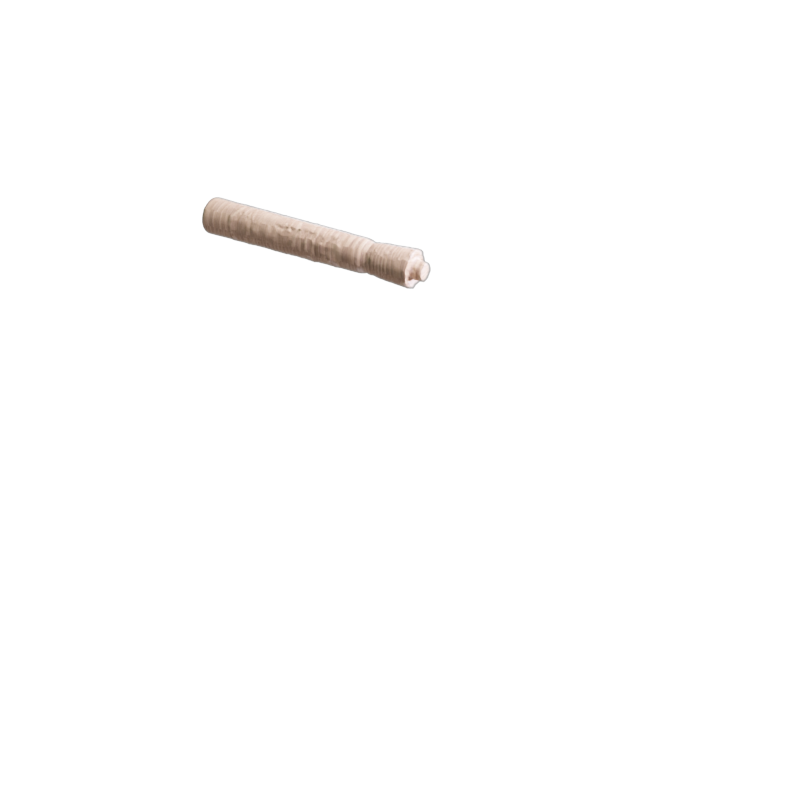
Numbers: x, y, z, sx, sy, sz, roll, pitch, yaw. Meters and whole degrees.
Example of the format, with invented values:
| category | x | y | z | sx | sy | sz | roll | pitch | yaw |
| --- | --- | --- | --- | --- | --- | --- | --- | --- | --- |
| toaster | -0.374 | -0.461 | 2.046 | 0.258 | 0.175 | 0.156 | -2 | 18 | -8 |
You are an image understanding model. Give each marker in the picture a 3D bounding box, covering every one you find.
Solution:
| category | x | y | z | sx | sy | sz | roll | pitch | yaw |
| --- | --- | --- | --- | --- | --- | --- | --- | --- | --- |
| marker | -0.041 | -0.075 | 0.528 | 0.127 | 0.019 | 0.019 | 19 | 12 | 28 |
